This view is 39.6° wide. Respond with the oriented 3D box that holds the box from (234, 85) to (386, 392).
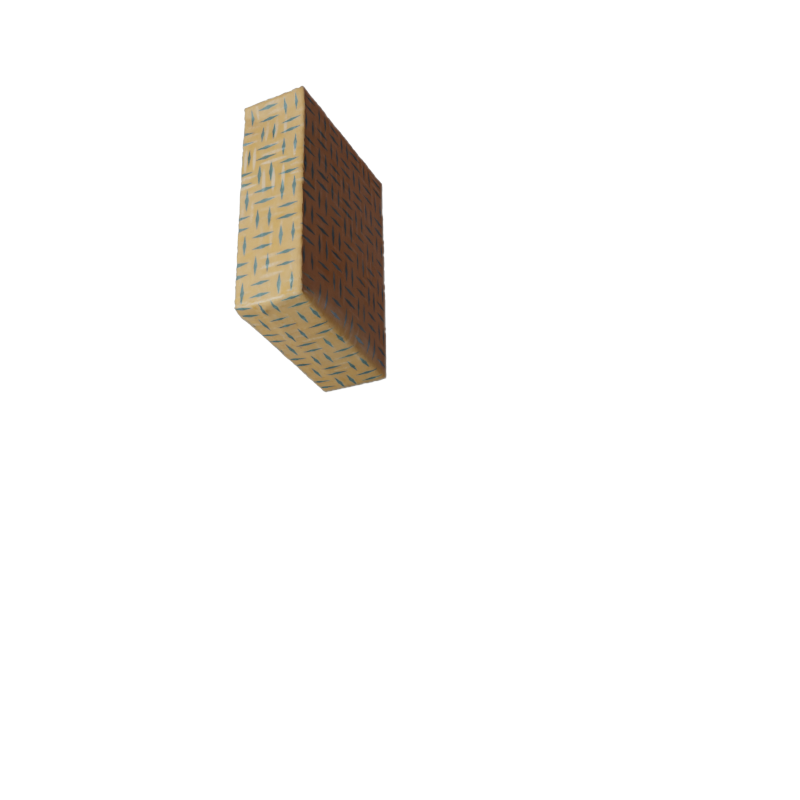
[{"bbox_3d":[-0.076,-0.139,0.973,0.073,0.228,0.152,-16,-33,21],"label":"box"}]
